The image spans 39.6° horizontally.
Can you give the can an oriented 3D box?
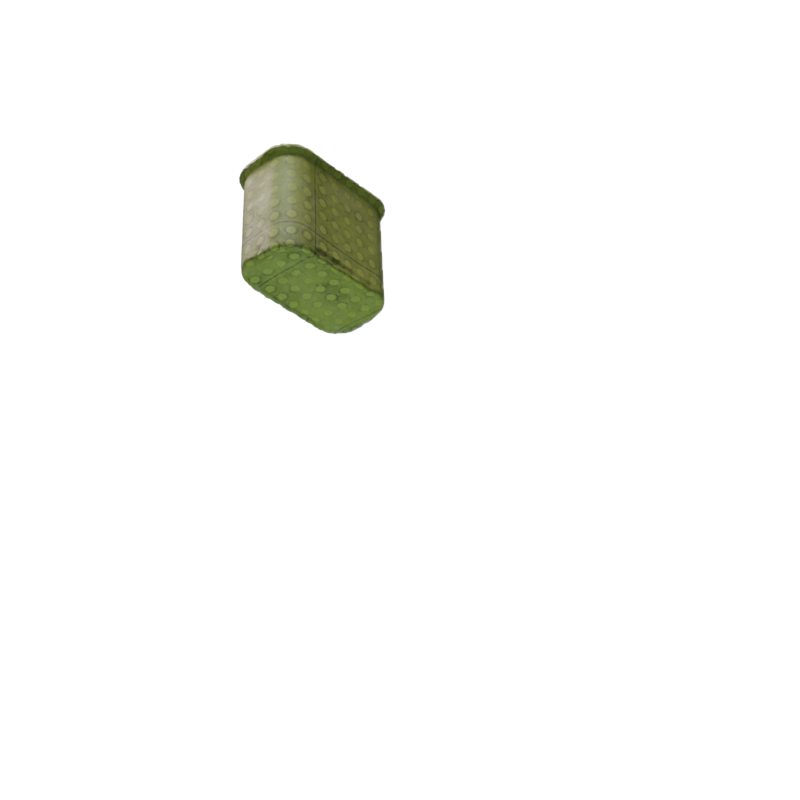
[{"bbox_3d":[-0.056,-0.102,0.713,0.057,0.090,0.095,-31,-46,33],"label":"can"}]
